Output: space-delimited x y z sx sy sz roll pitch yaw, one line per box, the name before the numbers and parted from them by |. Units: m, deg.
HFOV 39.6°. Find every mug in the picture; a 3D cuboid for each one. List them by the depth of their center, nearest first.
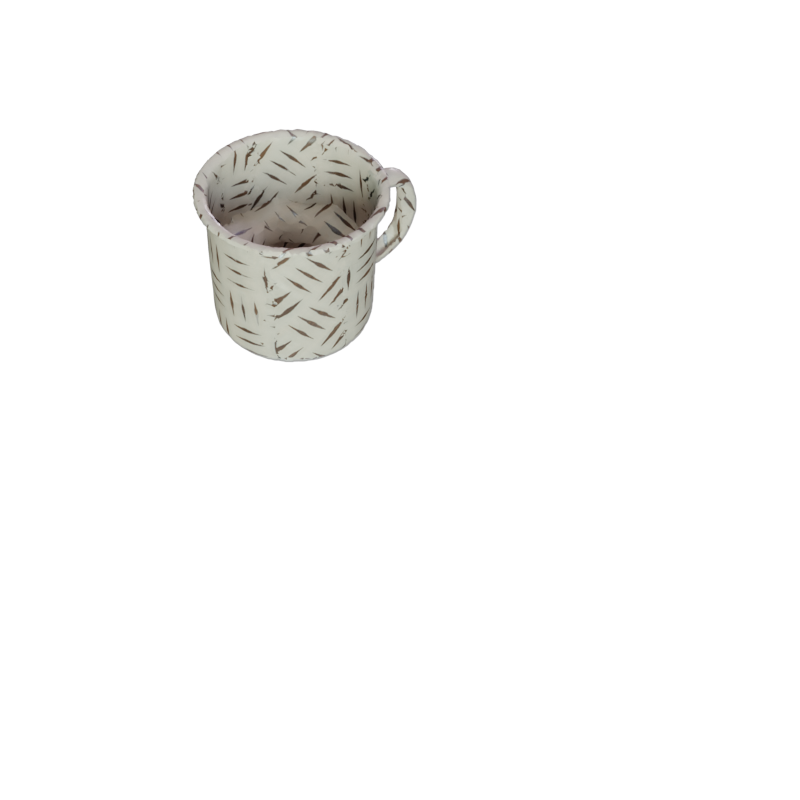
mug | -0.043 -0.079 0.551 0.117 0.076 0.100 -26 52 -24
